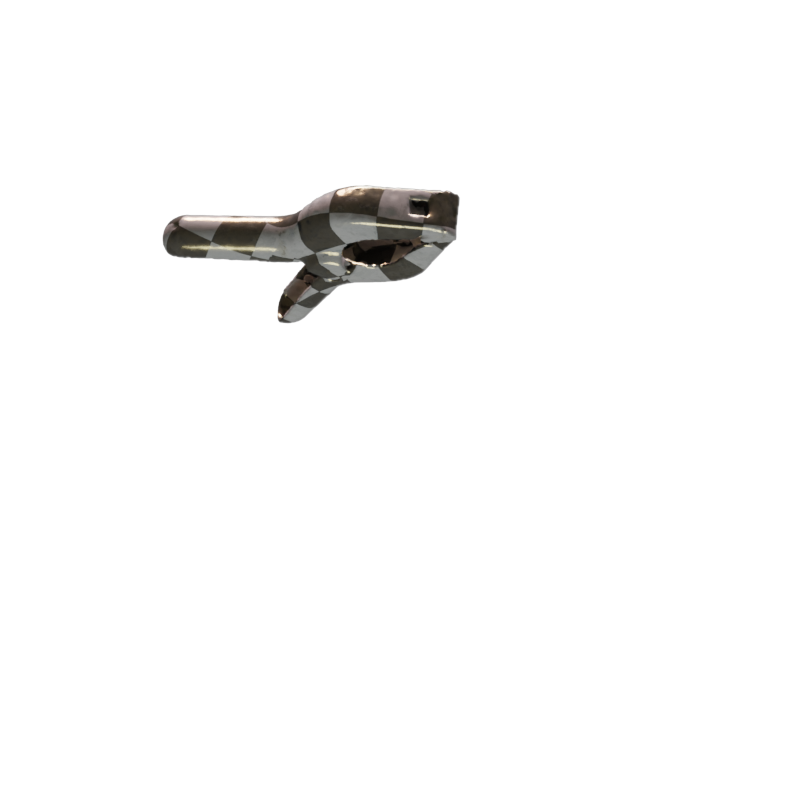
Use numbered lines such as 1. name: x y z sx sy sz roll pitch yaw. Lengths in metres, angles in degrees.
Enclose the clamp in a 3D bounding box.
1. clamp: -0.050 -0.090 0.633 0.173 0.041 0.113 -18 -26 41
